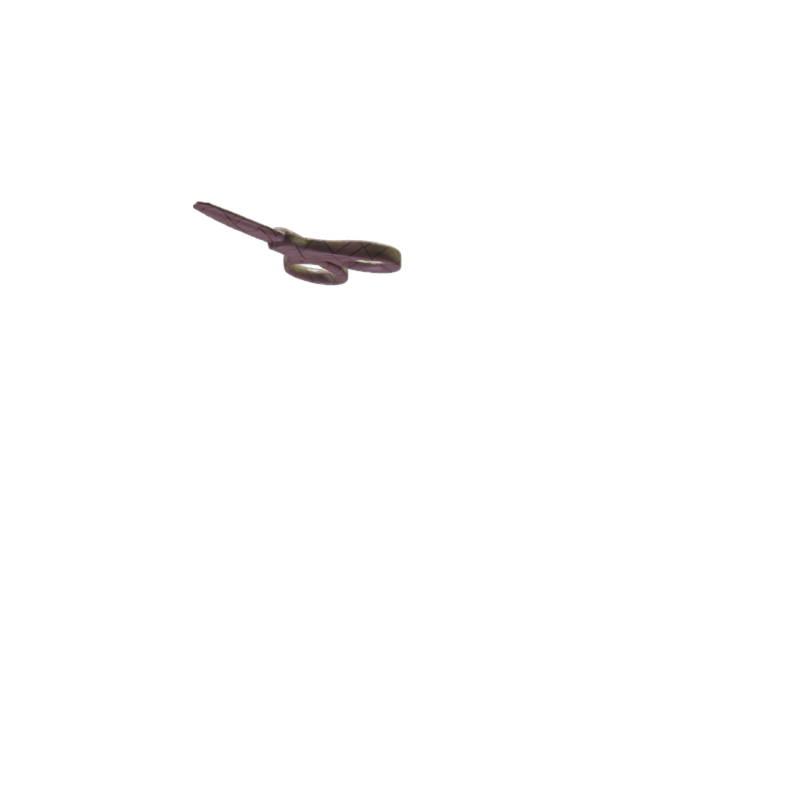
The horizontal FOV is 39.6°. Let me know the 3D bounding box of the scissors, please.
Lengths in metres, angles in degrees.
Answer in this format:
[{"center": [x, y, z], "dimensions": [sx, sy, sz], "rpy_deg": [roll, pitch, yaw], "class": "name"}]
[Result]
[{"center": [-0.059, -0.108, 0.753], "dimensions": [0.098, 0.016, 0.193], "rpy_deg": [-2, -8, 13], "class": "scissors"}]
